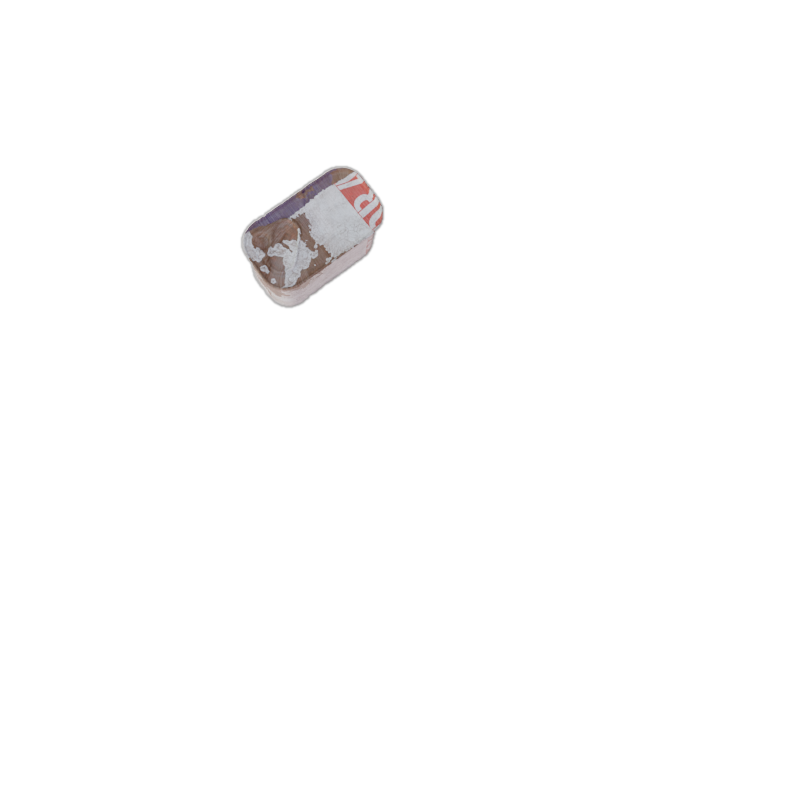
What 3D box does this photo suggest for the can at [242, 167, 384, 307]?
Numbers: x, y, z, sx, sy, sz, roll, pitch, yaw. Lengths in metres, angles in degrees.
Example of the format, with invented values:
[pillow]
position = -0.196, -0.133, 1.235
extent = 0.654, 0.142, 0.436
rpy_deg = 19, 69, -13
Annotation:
[can]
position = -0.065, -0.118, 0.830
extent = 0.102, 0.059, 0.082
rpy_deg = -36, -6, -8
